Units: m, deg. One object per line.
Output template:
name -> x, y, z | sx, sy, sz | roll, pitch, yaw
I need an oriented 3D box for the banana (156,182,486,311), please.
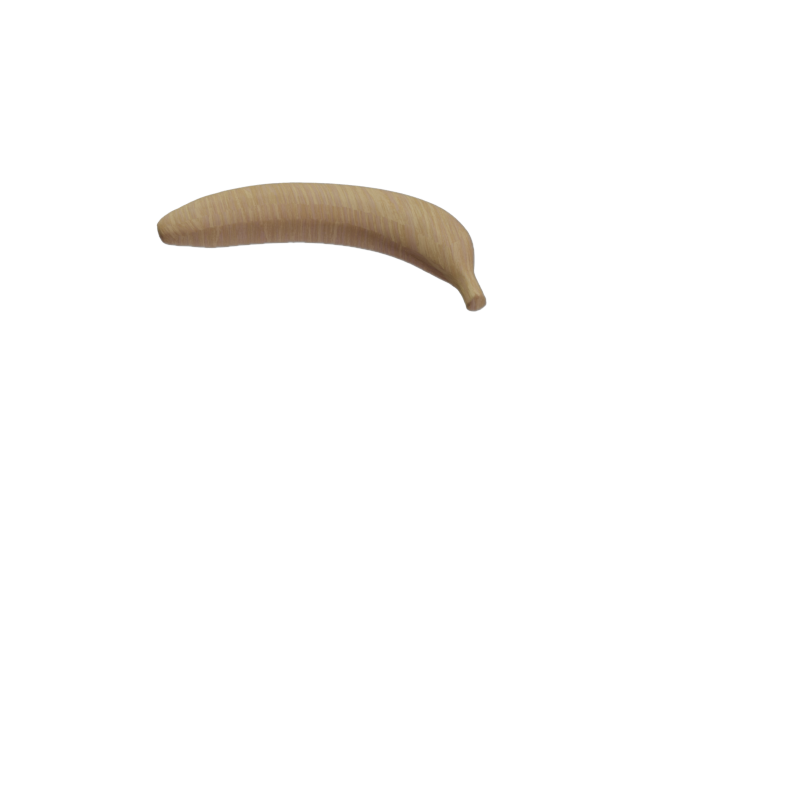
banana -> -0.041, -0.100, 0.644 | 0.203, 0.034, 0.072 | 12, 37, 16
